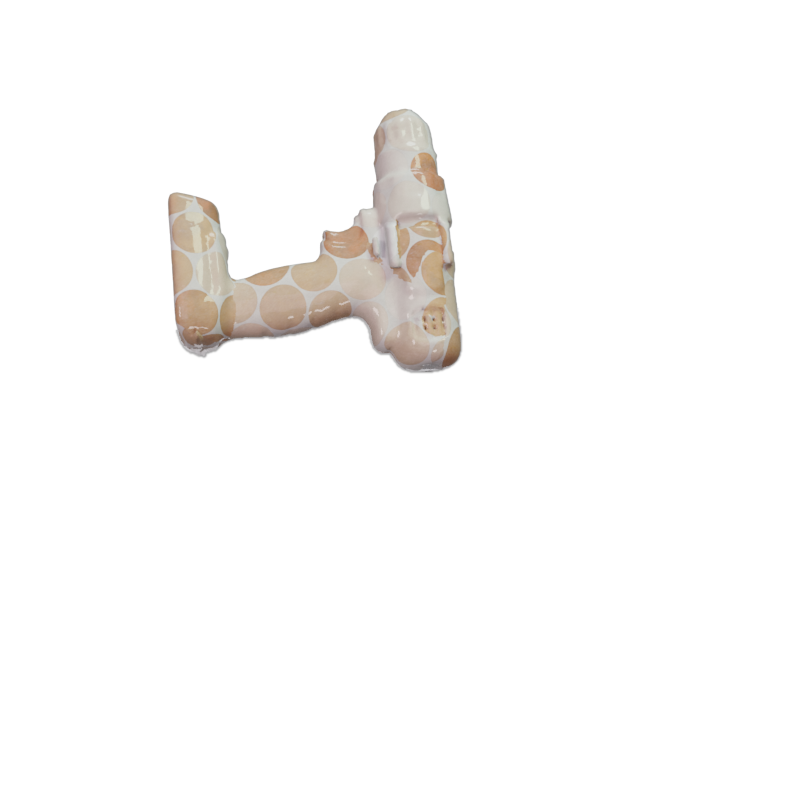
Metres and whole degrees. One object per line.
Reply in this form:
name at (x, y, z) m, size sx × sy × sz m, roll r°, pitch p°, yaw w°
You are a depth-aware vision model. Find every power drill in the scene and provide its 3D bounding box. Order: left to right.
power drill at (-0.058, -0.105, 0.735) m, size 0.187 × 0.194 × 0.055 m, roll -5°, pitch -21°, yaw -2°
